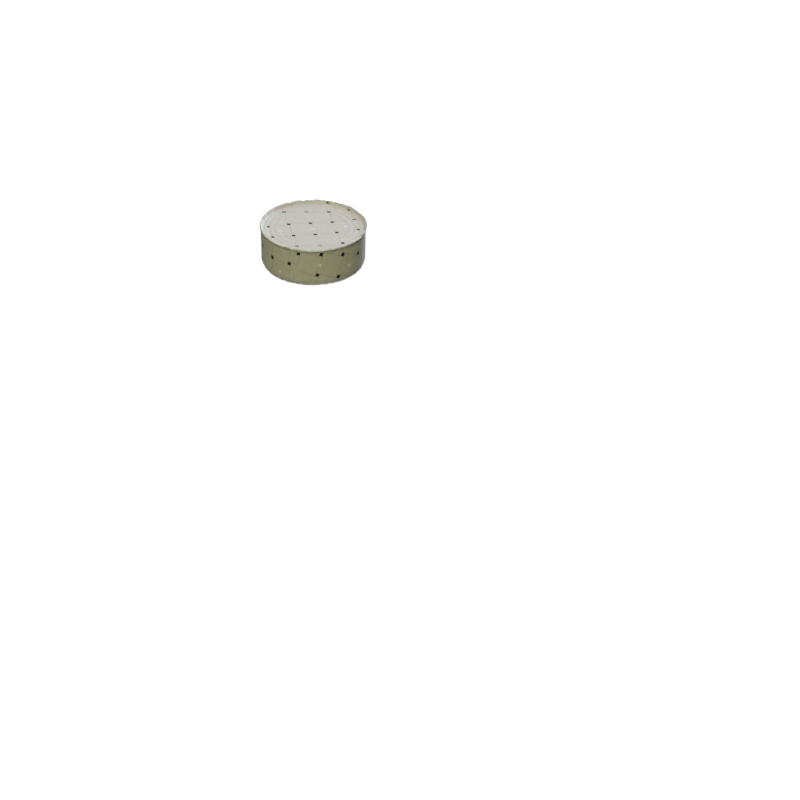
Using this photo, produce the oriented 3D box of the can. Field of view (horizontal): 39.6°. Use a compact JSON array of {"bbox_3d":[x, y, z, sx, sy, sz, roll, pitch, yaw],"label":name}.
[{"bbox_3d":[-0.070,-0.128,0.893,0.086,0.031,0.092,-1,35,-2],"label":"can"}]
